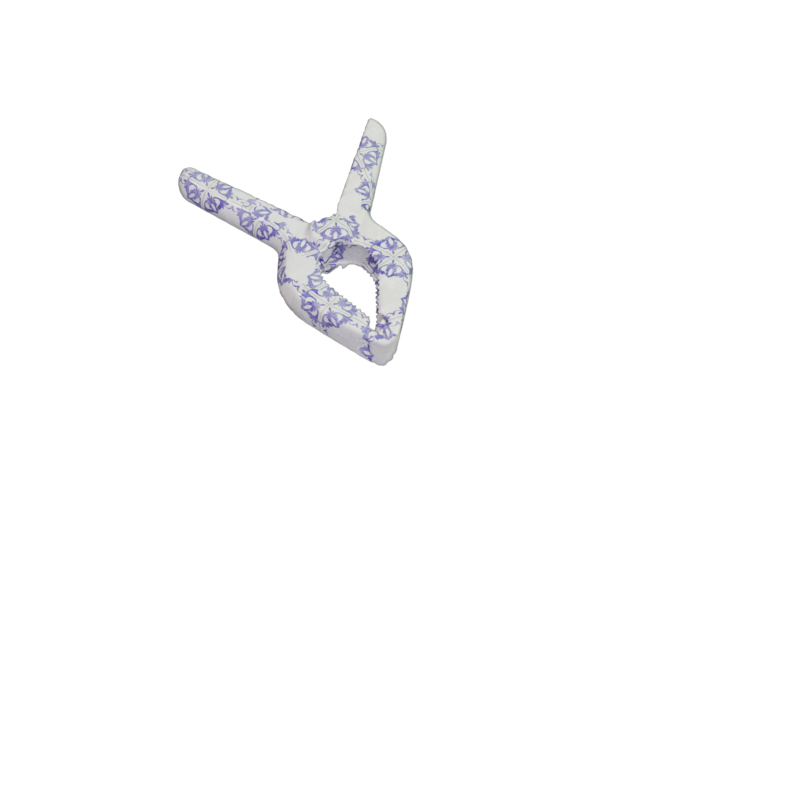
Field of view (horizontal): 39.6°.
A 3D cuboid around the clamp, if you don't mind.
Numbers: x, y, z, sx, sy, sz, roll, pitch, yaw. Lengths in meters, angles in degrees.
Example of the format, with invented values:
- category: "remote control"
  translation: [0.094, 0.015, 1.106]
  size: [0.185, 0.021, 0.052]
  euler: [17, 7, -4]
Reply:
- category: "clamp"
  translation: [-0.061, -0.112, 0.784]
  size: [0.163, 0.227, 0.034]
  euler: [-13, -36, -10]
